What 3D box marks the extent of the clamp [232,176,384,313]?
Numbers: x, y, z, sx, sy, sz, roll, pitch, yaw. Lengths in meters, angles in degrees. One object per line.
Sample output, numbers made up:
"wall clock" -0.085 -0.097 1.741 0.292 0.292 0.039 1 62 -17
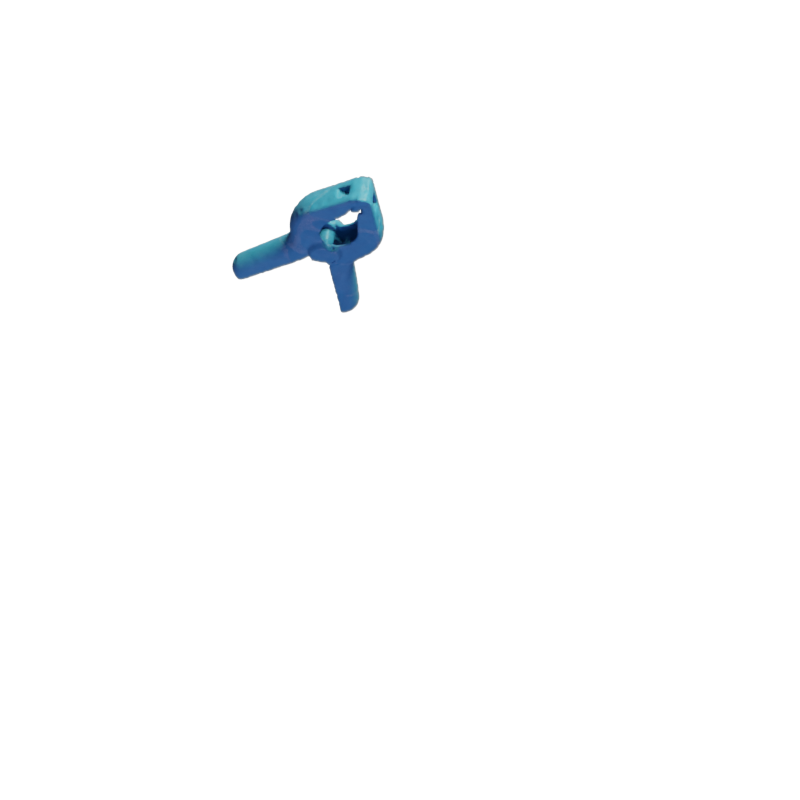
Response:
"clamp" -0.075 -0.136 0.954 0.118 0.042 0.164 9 -34 -14
